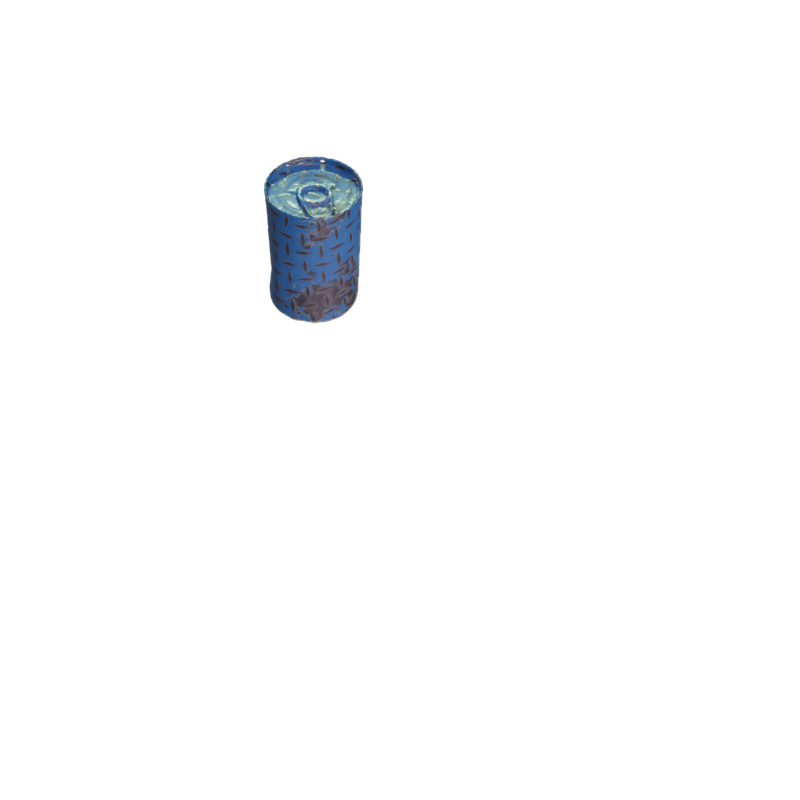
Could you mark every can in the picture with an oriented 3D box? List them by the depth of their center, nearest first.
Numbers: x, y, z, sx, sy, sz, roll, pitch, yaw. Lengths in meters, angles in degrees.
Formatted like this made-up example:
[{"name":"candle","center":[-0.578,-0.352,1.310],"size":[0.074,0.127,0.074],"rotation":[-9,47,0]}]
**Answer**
[{"name":"can","center":[-0.062,-0.113,0.791],"size":[0.068,0.074,0.095],"rotation":[0,-44,-3]}]
